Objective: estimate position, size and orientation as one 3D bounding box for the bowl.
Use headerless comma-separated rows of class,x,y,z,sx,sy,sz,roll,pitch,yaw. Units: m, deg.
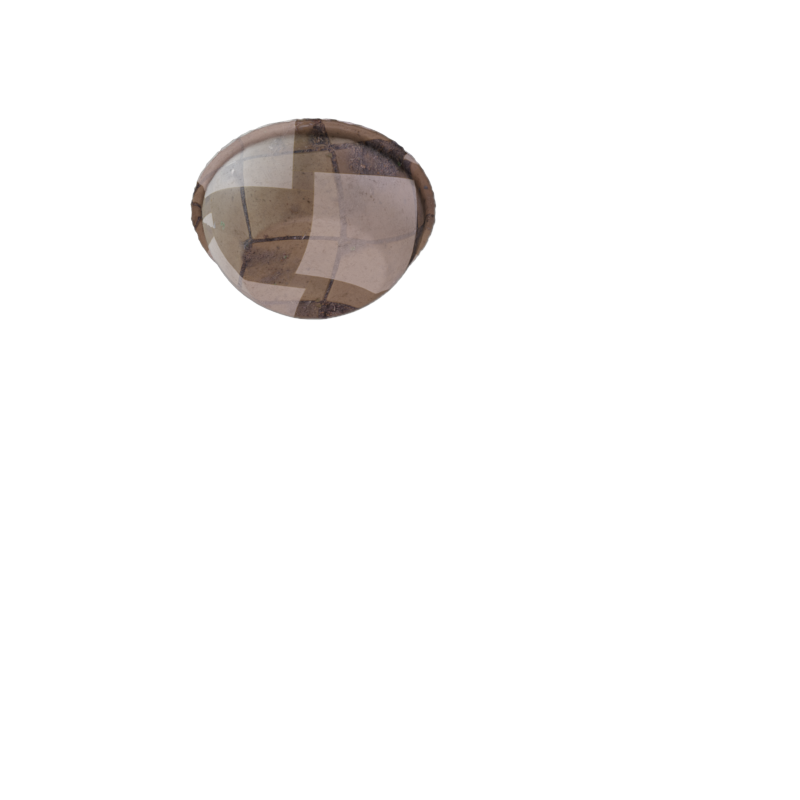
bowl,-0.056,-0.102,0.713,0.162,0.059,0.151,1,-42,-1
